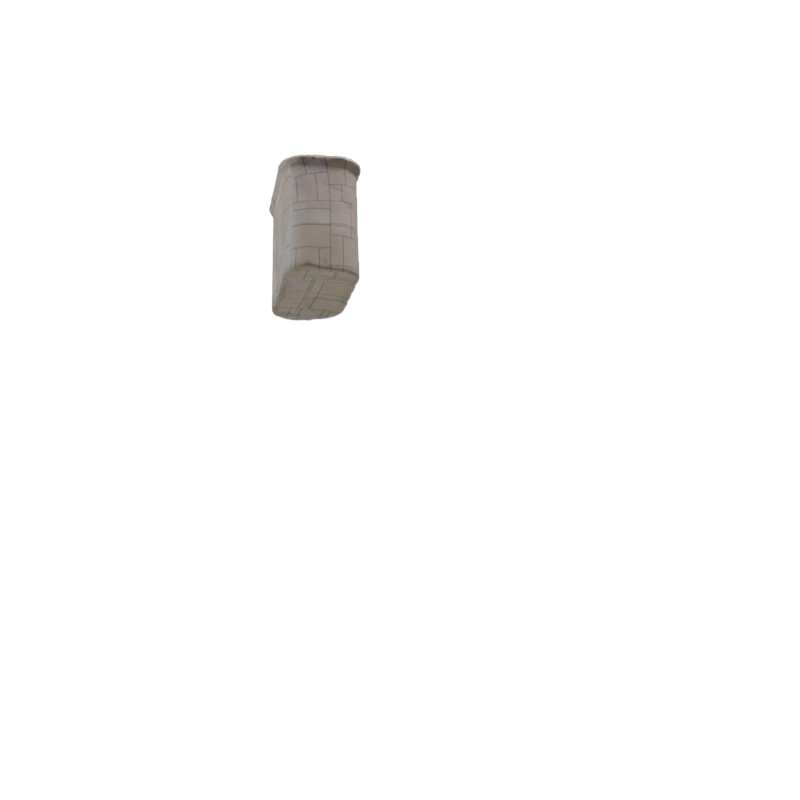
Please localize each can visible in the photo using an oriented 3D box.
[{"bbox_3d":[-0.061,-0.111,0.777,0.057,0.088,0.098,3,-21,-11],"label":"can"}]
